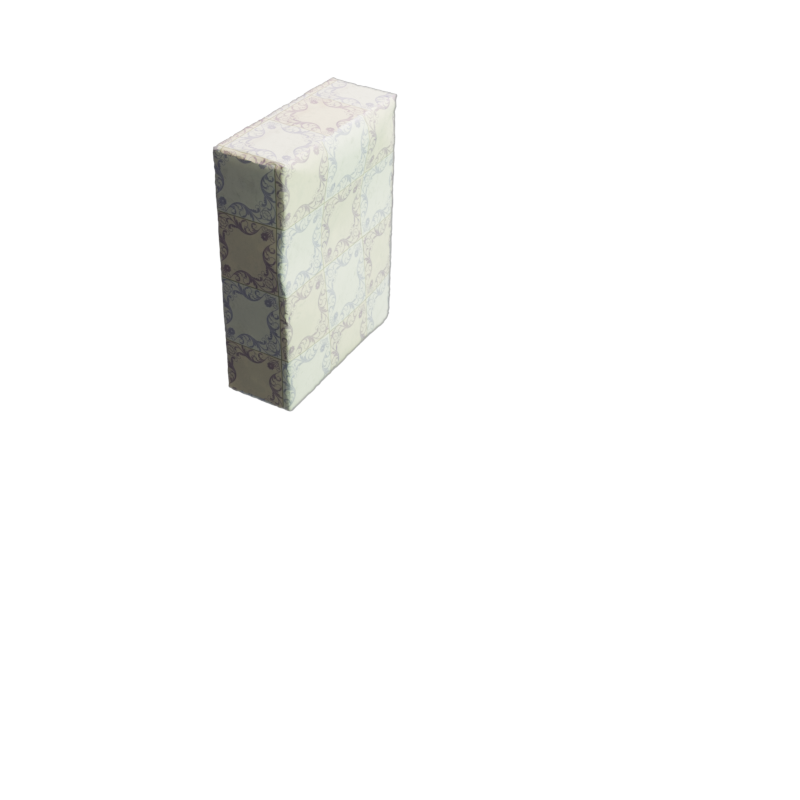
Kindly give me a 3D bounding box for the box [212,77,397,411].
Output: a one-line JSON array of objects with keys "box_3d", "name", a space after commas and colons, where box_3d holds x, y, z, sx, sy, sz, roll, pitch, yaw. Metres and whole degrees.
[{"box_3d": [-0.069, -0.125, 0.878, 0.075, 0.201, 0.167, 18, 37, 23], "name": "box"}]
